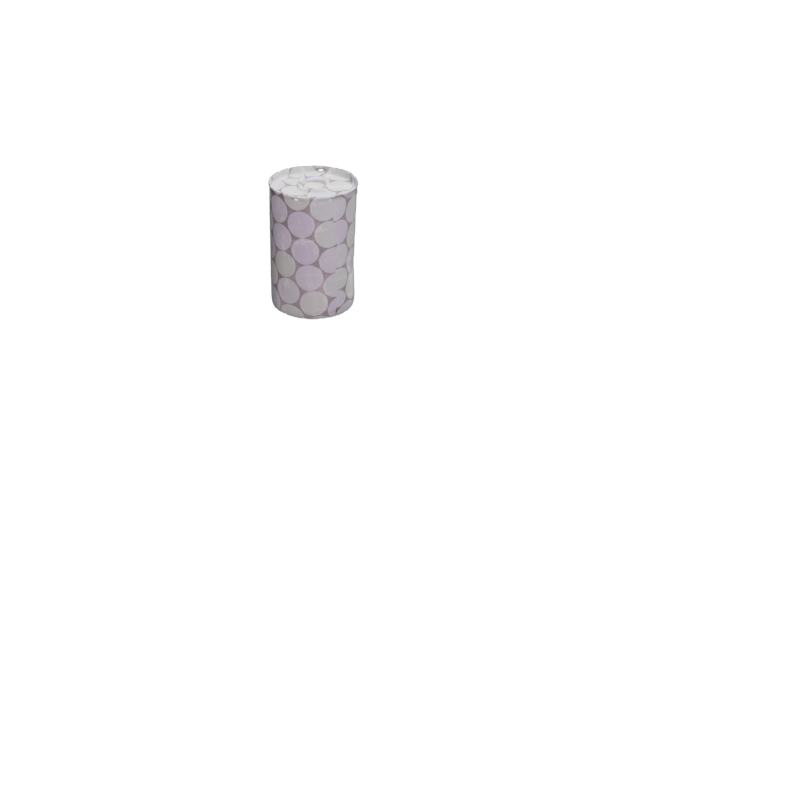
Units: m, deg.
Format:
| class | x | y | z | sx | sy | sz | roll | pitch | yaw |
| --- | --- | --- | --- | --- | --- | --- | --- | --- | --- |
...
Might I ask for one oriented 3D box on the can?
| class | x | y | z | sx | sy | sz | roll | pitch | yaw |
| --- | --- | --- | --- | --- | --- | --- | --- | --- | --- |
| can | -0.067 | -0.123 | 0.858 | 0.068 | 0.097 | 0.073 | 0 | 28 | -2 |
